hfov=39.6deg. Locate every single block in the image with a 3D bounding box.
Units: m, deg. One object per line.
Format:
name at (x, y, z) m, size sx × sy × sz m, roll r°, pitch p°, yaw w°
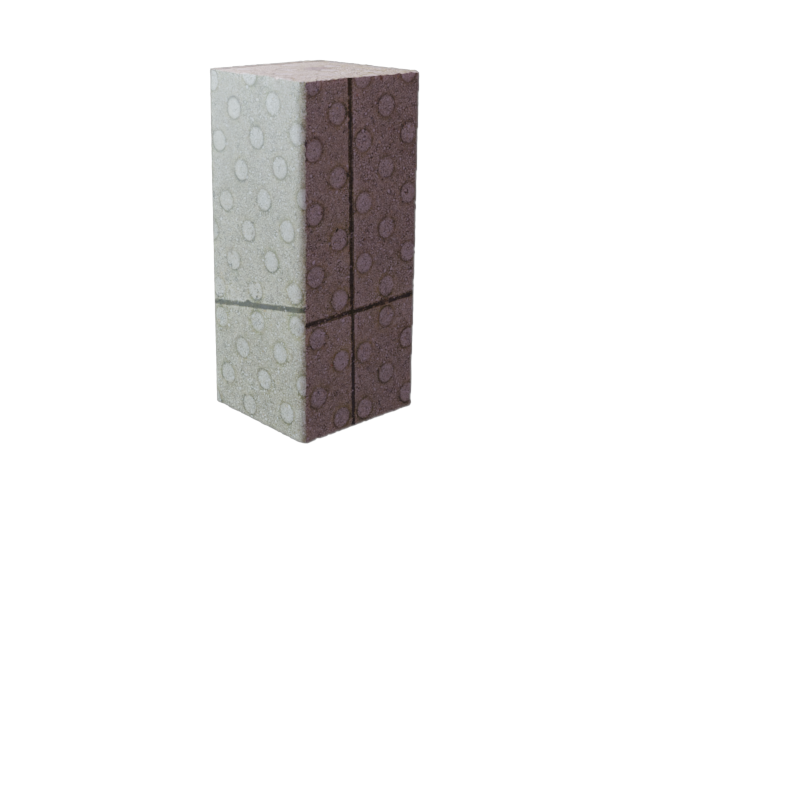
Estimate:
block at (-0.052, -0.095, 0.665) m, size 0.089 × 0.199 × 0.095 m, roll -14°, pitch 23°, yaw -42°
